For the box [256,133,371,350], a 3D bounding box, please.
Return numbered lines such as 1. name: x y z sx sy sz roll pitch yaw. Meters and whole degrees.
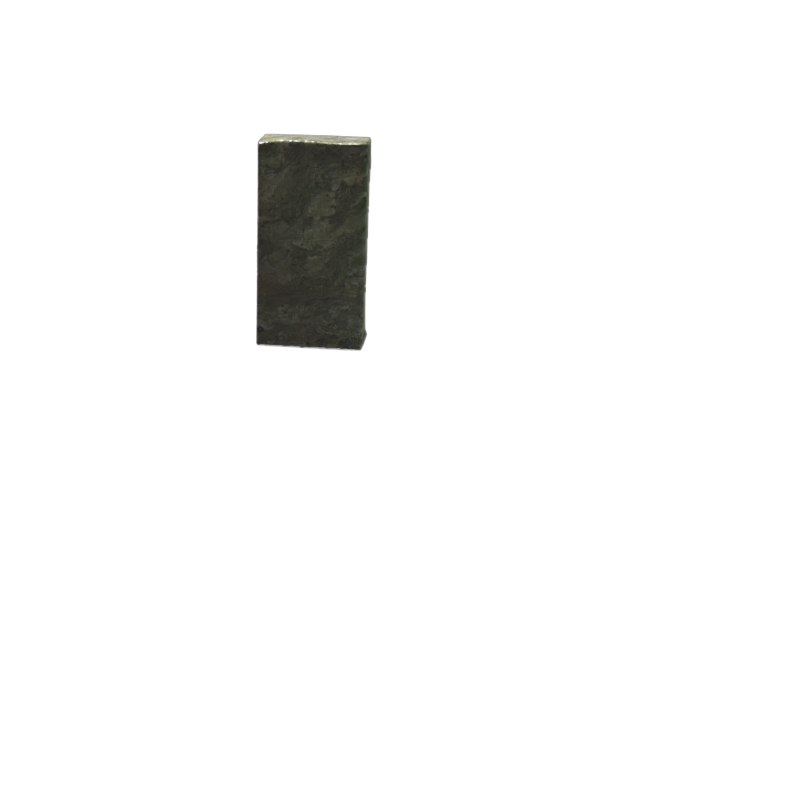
1. box: -0.073 -0.132 0.928 0.094 0.170 0.049 3 16 5
